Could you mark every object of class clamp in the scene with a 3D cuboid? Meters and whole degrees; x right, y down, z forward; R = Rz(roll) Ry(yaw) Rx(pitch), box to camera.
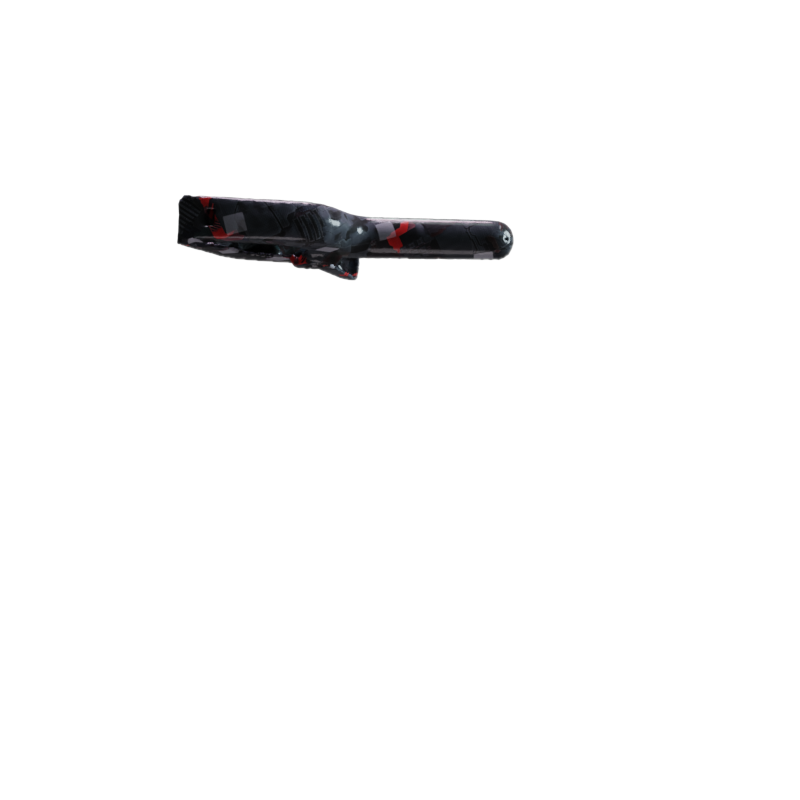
[{"bbox_3d":[-0.056,-0.103,0.722,0.202,0.037,0.168,1,-3,-33],"label":"clamp"}]
